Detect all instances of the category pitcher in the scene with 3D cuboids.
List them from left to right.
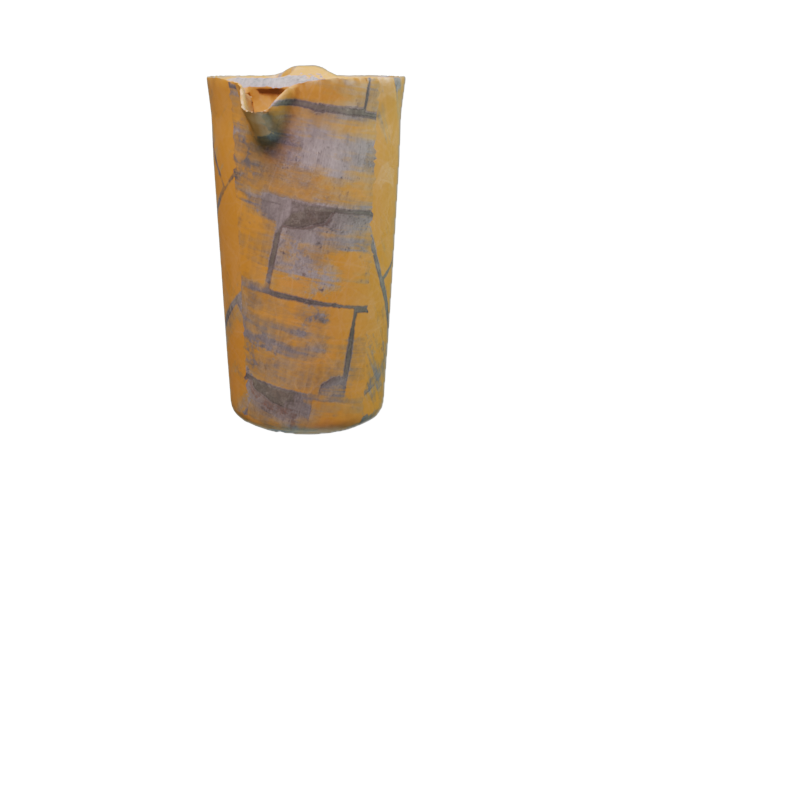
[{"bbox_3d":[-0.060,-0.110,0.772,0.145,0.237,0.153,-5,14,-26],"label":"pitcher"}]
